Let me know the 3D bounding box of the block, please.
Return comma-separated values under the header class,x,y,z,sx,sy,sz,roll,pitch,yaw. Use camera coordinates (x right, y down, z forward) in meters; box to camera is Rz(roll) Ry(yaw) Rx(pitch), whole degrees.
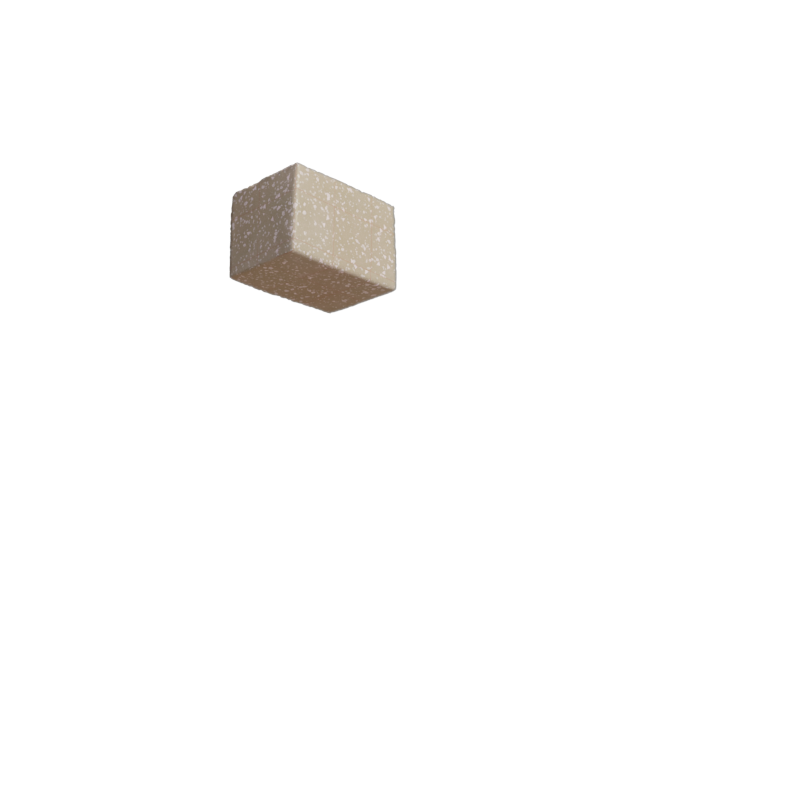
class,x,y,z,sx,sy,sz,roll,pitch,yaw
block,-0.047,-0.085,0.596,0.053,0.054,0.073,-19,-26,40
